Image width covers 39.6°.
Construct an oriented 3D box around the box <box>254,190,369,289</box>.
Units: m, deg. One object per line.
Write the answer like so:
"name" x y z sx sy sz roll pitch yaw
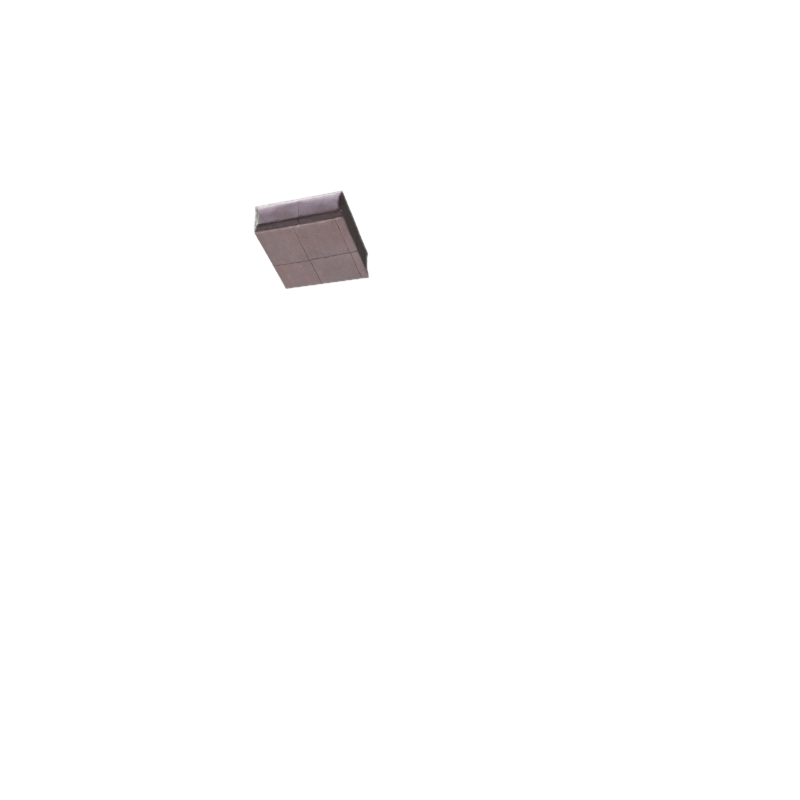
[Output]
"box" -0.070 -0.129 0.901 0.074 0.032 0.083 -8 -31 12
